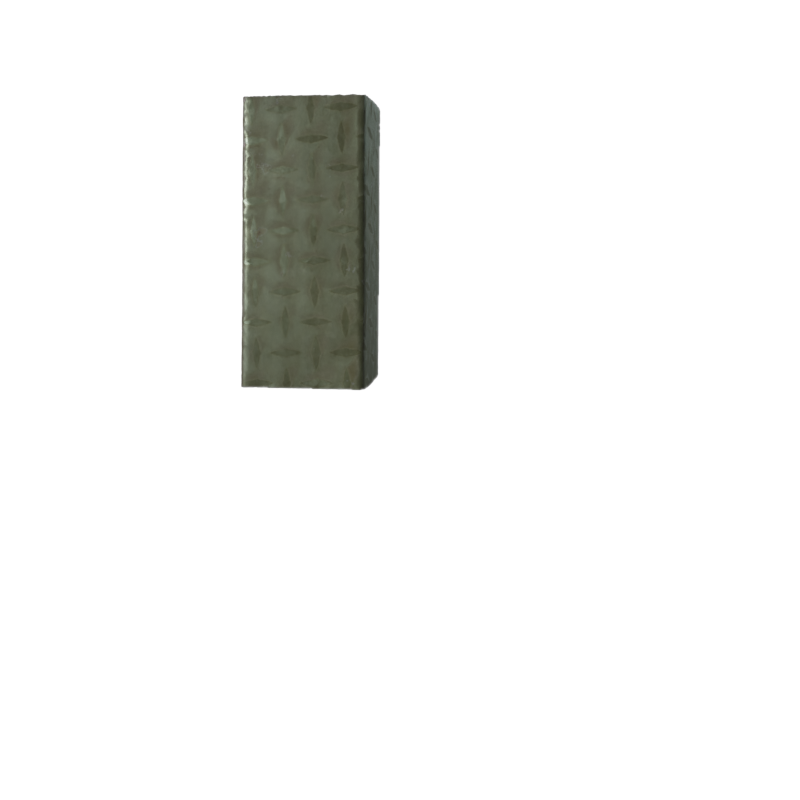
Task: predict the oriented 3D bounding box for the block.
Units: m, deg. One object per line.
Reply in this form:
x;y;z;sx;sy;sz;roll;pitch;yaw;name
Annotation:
-0.064;-0.117;0.818;0.092;0.206;0.089;0;1;8;block
